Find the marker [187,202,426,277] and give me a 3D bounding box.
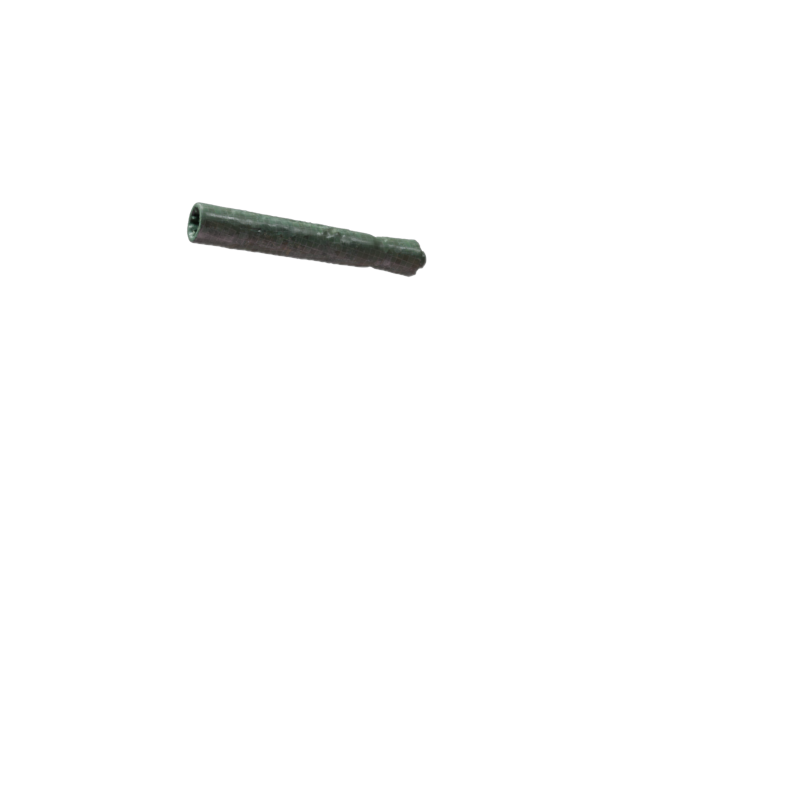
[{"bbox_3d":[-0.041,-0.075,0.527,0.116,0.020,0.020,6,1,-25],"label":"marker"}]
